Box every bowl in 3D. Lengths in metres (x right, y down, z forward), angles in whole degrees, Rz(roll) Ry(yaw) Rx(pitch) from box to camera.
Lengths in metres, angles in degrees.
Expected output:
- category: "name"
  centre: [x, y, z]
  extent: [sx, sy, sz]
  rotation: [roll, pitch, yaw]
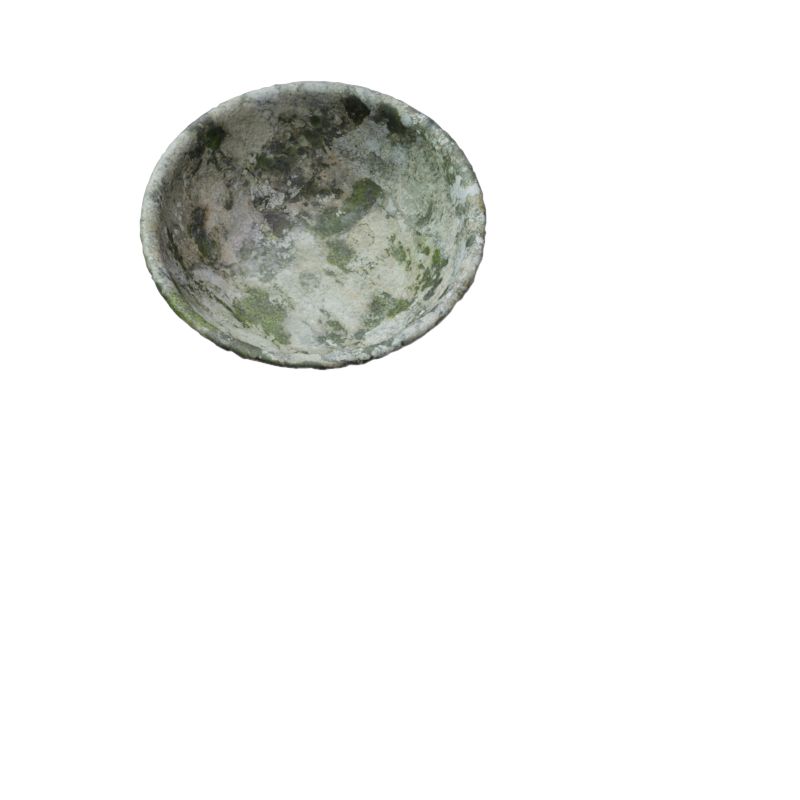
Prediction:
- category: "bowl"
  centre: [-0.042, -0.077, 0.538]
  extent: [0.162, 0.173, 0.052]
  rotation: [-1, -30, -1]
